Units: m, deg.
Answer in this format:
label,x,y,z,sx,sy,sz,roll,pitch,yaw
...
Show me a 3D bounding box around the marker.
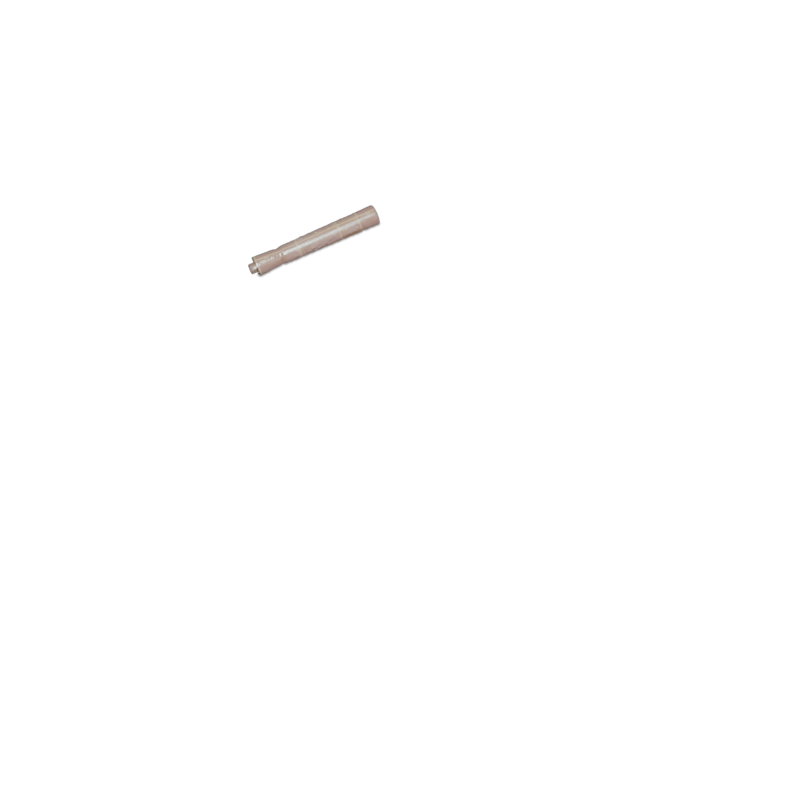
label,x,y,z,sx,sy,sz,roll,pitch,yaw
marker,-0.075,-0.137,0.963,0.121,0.019,0.020,-25,9,-9
